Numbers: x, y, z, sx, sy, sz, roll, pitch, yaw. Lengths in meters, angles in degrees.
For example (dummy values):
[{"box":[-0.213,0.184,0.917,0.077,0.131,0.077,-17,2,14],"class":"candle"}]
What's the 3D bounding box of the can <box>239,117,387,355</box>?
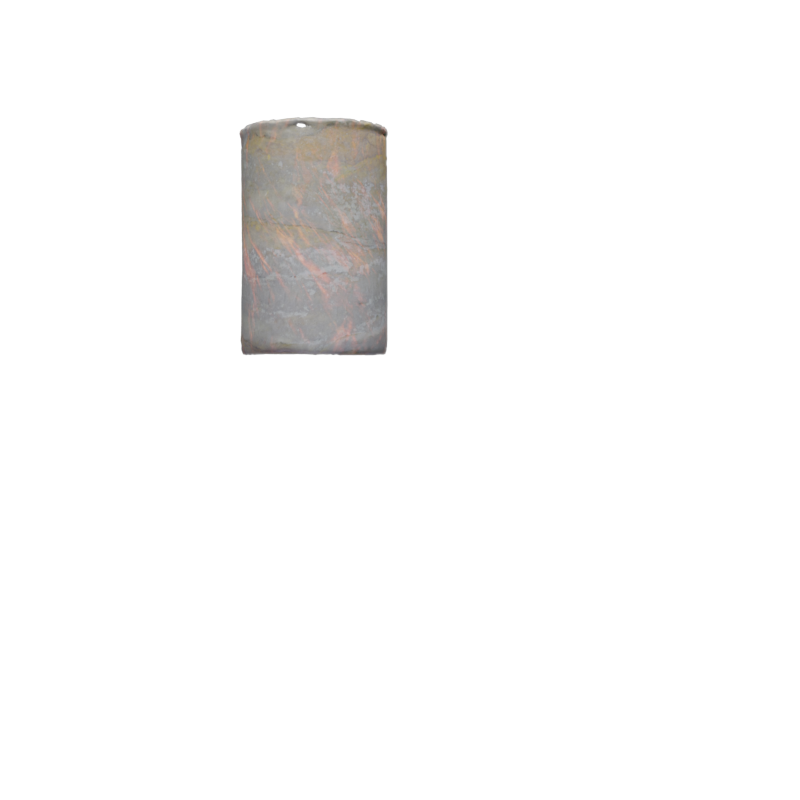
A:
[{"box":[-0.039,-0.072,0.503,0.068,0.103,0.068,0,-3,-2],"class":"can"}]
